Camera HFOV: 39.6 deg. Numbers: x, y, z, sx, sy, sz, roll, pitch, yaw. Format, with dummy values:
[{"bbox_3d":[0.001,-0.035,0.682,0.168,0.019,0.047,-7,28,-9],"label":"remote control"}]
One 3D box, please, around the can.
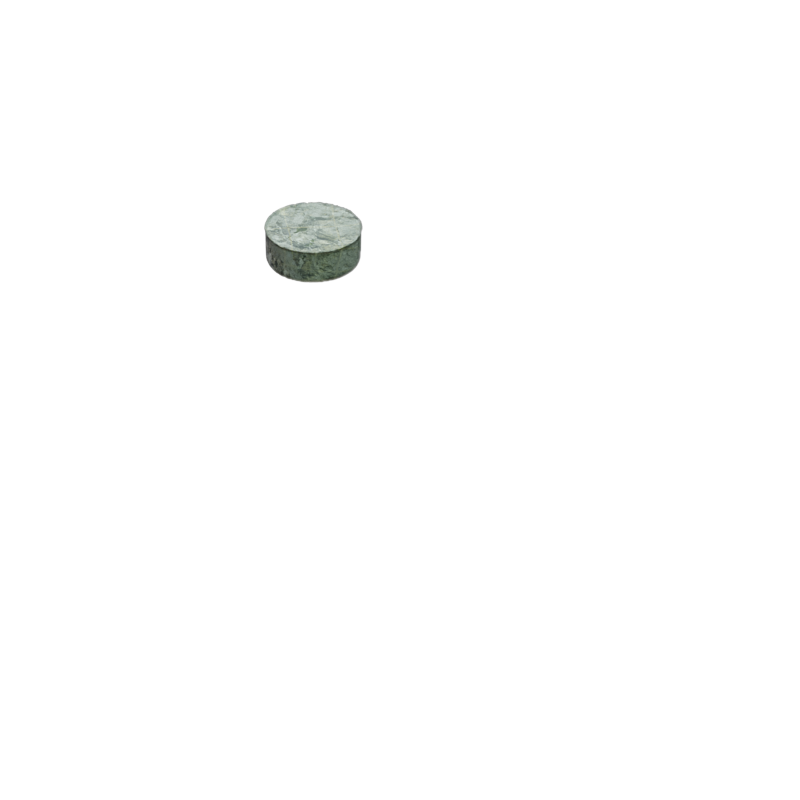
[{"bbox_3d":[-0.076,-0.139,0.977,0.086,0.031,0.092,-1,37,-2],"label":"can"}]
